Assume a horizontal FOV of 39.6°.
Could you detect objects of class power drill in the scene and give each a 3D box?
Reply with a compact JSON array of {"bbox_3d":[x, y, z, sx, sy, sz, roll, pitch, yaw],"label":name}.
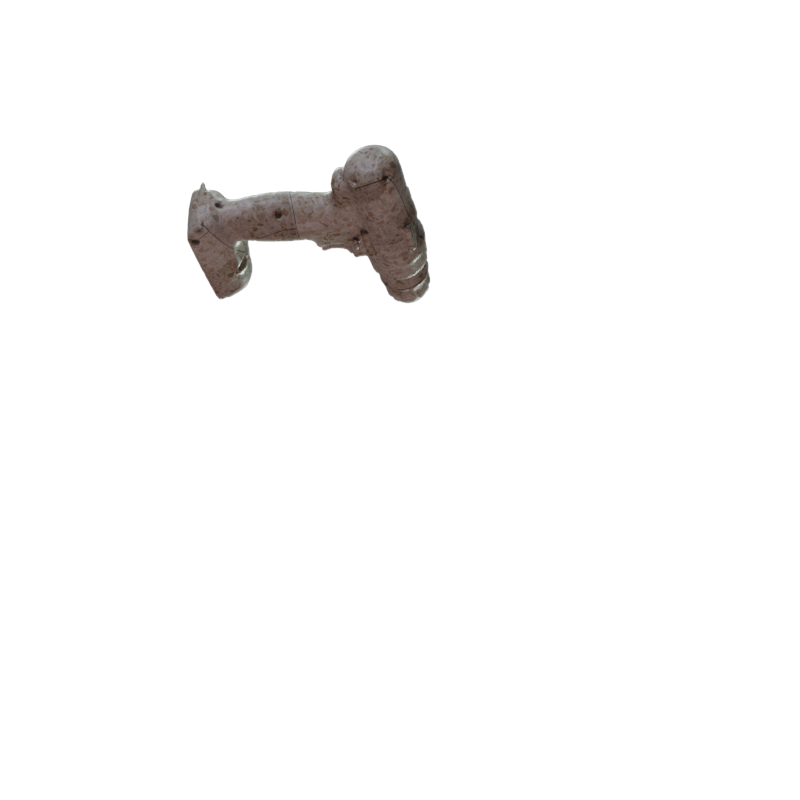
[{"bbox_3d":[-0.073,-0.134,0.938,0.189,0.061,0.170,-7,-36,10],"label":"power drill"}]
